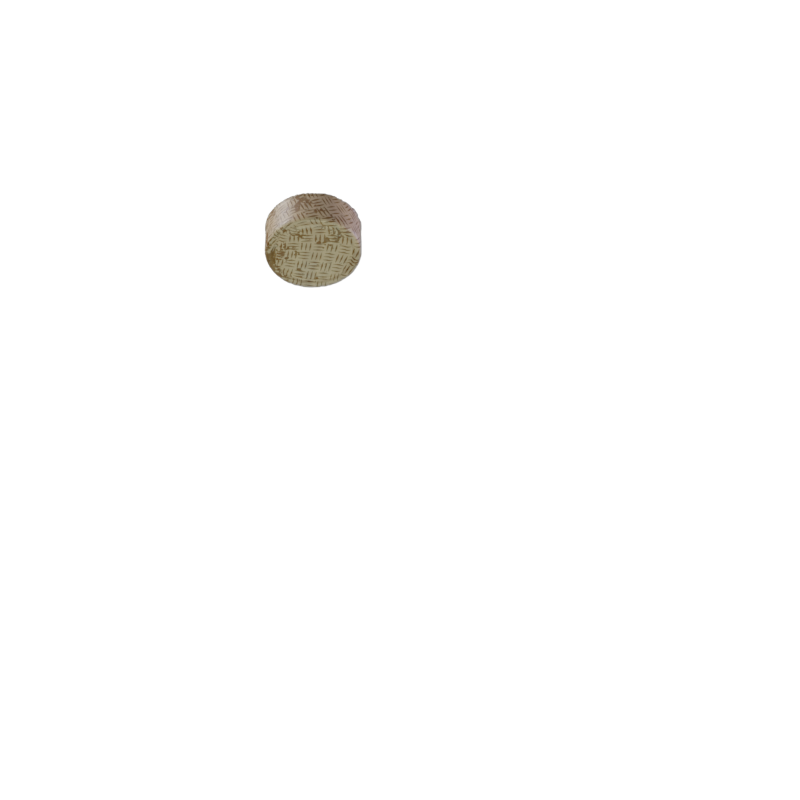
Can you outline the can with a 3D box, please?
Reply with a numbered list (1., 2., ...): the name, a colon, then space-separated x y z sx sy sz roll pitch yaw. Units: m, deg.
1. can: -0.076 -0.139 0.970 0.086 0.036 0.080 1 -43 -1
